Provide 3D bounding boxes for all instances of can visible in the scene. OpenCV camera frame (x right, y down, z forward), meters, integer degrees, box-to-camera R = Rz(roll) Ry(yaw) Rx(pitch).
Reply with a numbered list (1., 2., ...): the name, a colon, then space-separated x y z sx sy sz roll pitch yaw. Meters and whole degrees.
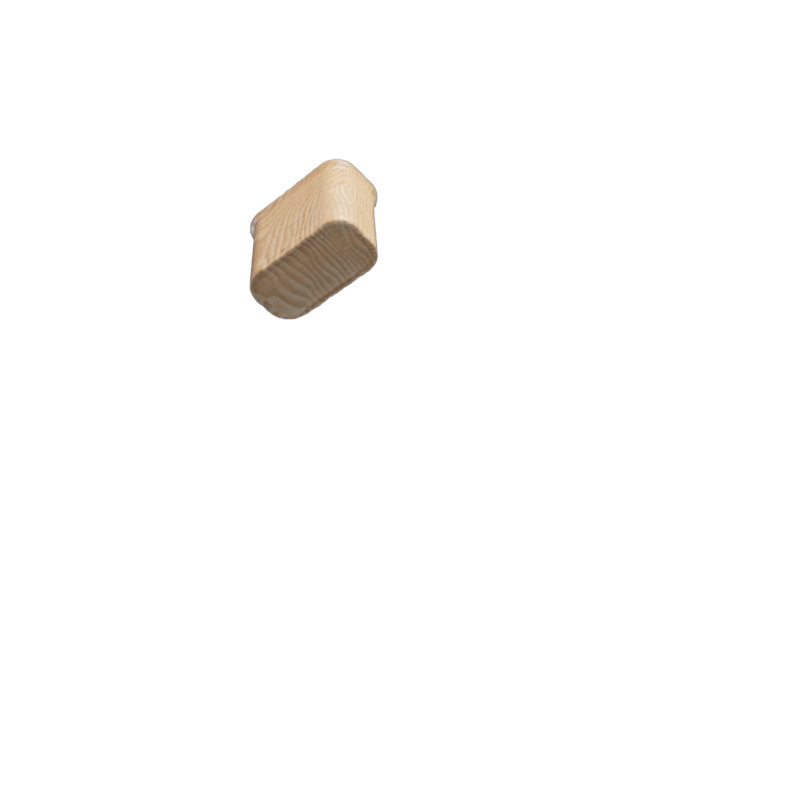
1. can: -0.064 -0.117 0.821 0.101 0.090 0.054 -34 -58 21
